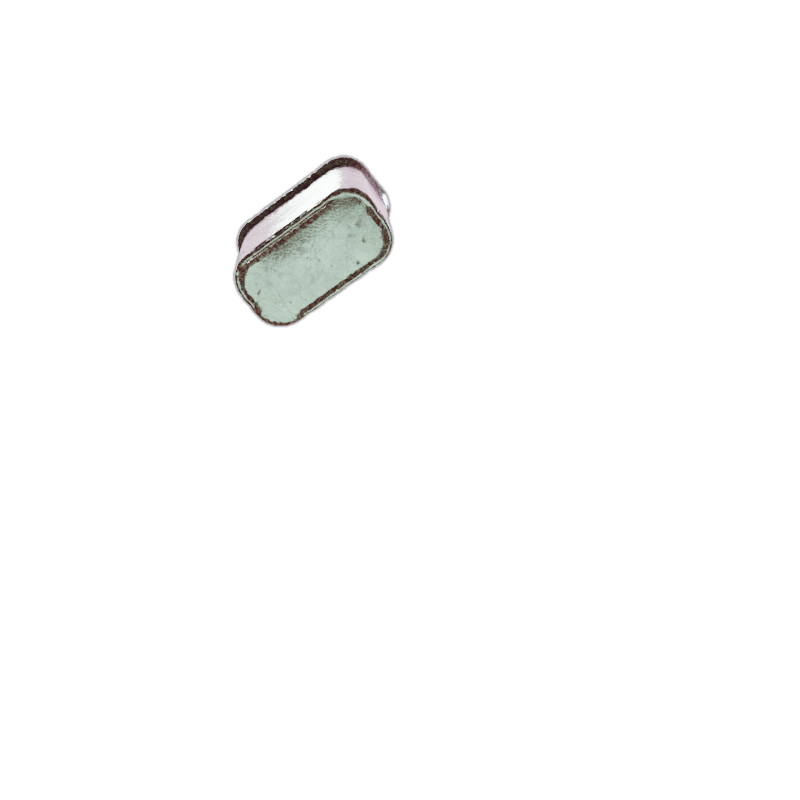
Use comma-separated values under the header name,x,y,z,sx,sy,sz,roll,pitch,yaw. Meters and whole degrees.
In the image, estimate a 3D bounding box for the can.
name,x,y,z,sx,sy,sz,roll,pitch,yaw
can,-0.054,-0.098,0.686,0.101,0.055,0.087,-35,18,9
